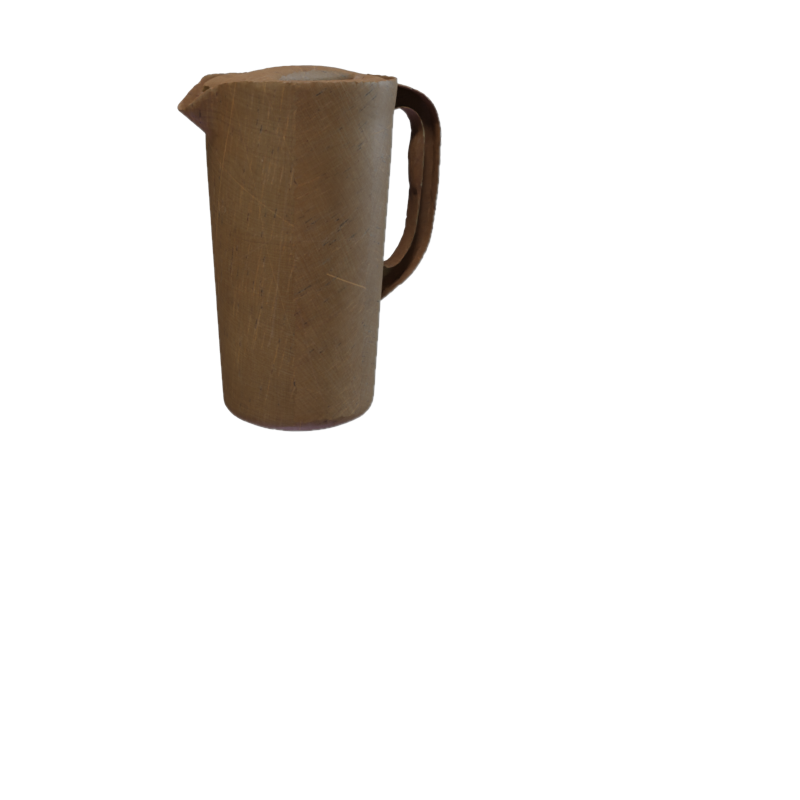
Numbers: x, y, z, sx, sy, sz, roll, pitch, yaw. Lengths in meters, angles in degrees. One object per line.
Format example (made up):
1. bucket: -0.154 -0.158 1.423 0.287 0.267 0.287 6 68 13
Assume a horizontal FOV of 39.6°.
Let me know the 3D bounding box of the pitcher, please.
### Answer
1. pitcher: -0.060 -0.110 0.772 0.153 0.236 0.145 6 15 18
